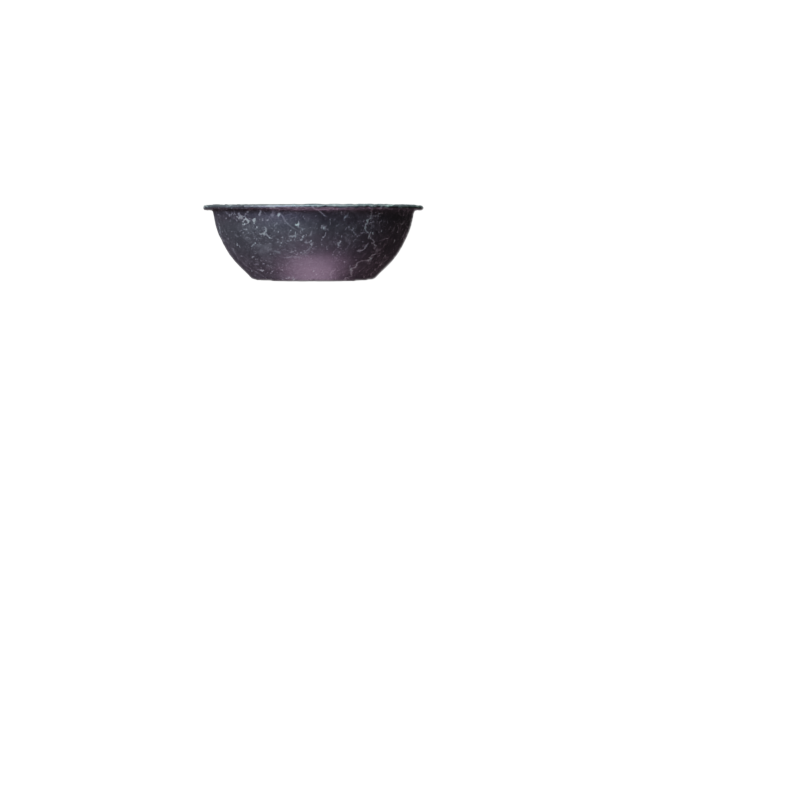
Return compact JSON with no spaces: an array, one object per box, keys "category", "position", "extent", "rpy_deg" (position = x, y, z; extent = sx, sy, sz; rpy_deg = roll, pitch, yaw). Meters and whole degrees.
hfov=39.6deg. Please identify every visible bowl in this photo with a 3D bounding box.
[{"category":"bowl","position":[-0.064,-0.116,0.815],"extent":[0.162,0.054,0.164],"rpy_deg":[0,8,-2]}]
